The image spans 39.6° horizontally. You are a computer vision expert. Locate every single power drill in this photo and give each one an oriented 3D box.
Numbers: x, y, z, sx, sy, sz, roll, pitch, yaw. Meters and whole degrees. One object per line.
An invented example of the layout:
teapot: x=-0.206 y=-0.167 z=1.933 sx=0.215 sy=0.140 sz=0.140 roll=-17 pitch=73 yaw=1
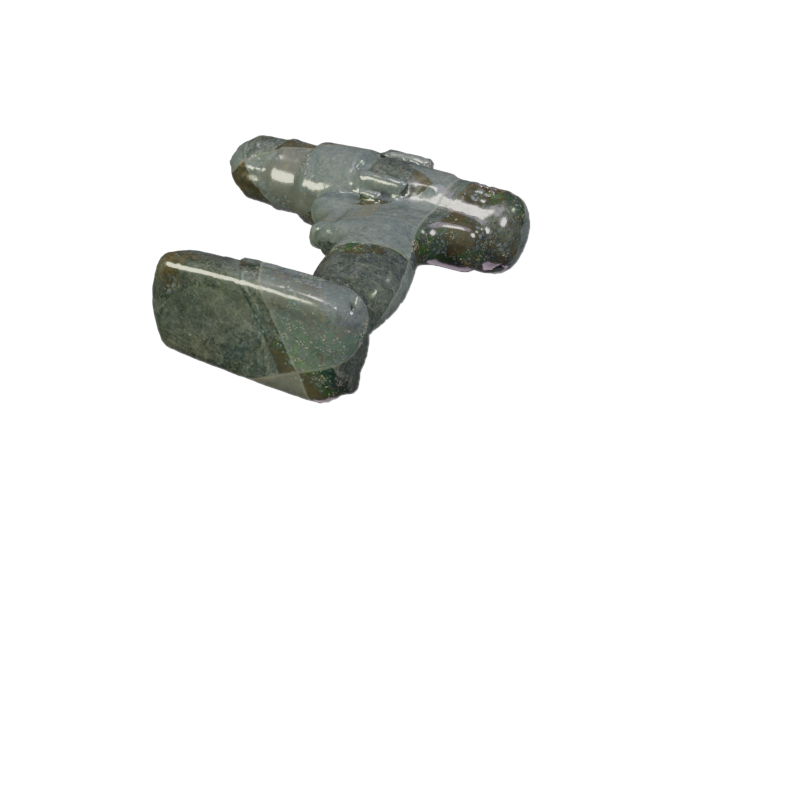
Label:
power drill: x=-0.045 y=-0.083 z=0.581 sx=0.192 sy=0.054 sz=0.192 roll=16 pitch=37 yaw=22
